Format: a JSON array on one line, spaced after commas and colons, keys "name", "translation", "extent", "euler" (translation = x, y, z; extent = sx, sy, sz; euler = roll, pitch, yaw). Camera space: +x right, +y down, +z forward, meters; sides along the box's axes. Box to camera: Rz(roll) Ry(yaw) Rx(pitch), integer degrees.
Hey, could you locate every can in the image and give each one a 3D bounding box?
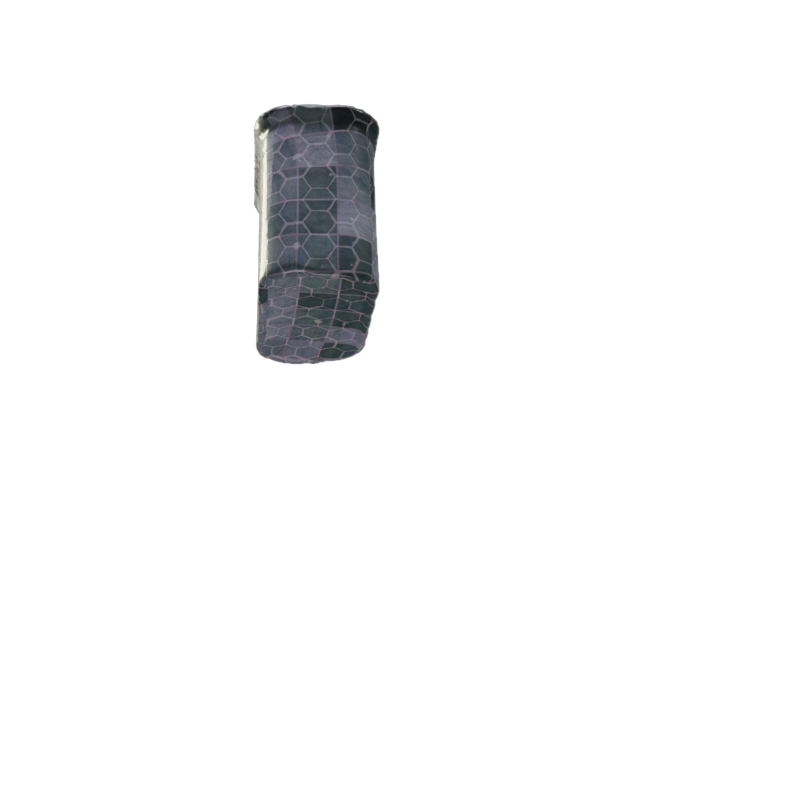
[{"name": "can", "translation": [-0.040, -0.073, 0.513], "extent": [0.057, 0.089, 0.097], "euler": [1, -25, -6]}]
